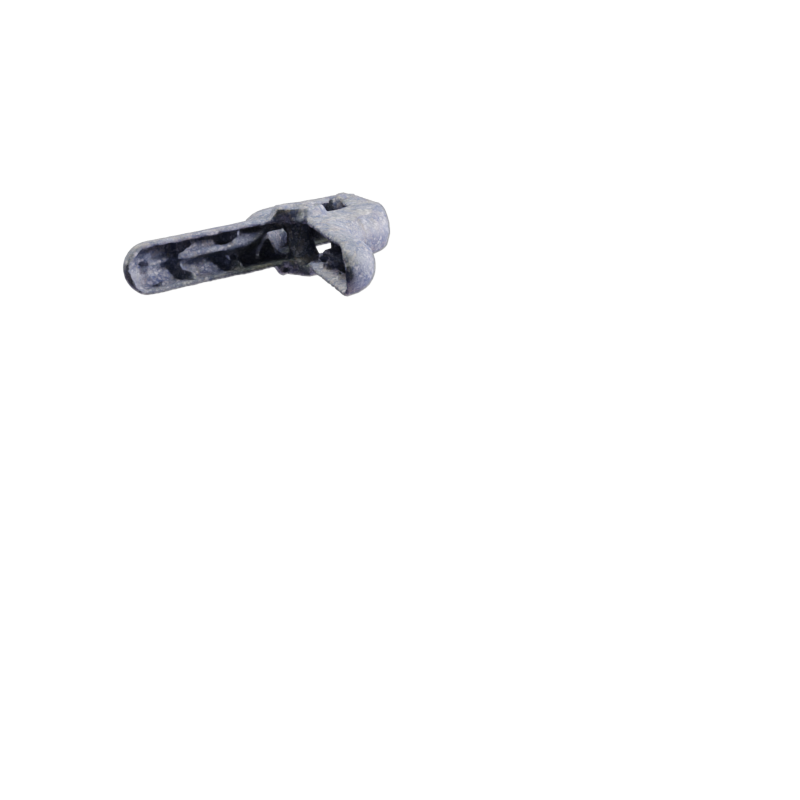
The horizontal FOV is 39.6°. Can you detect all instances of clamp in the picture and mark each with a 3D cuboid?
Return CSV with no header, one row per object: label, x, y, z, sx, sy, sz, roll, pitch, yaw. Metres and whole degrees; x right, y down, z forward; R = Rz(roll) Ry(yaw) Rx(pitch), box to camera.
clamp,-0.044,-0.080,0.558,0.125,0.038,0.172,10,23,24
